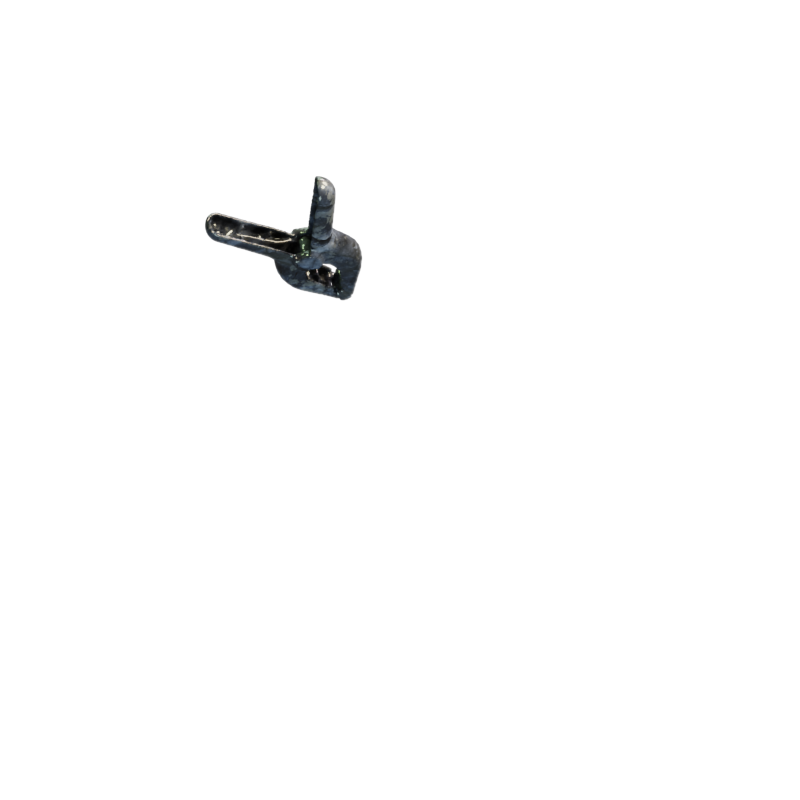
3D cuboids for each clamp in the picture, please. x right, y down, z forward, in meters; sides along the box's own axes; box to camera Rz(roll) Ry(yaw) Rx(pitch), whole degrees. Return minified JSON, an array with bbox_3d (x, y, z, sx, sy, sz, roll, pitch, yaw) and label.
[{"bbox_3d":[-0.077,-0.141,0.985,0.122,0.041,0.160,-14,-25,31],"label":"clamp"}]
